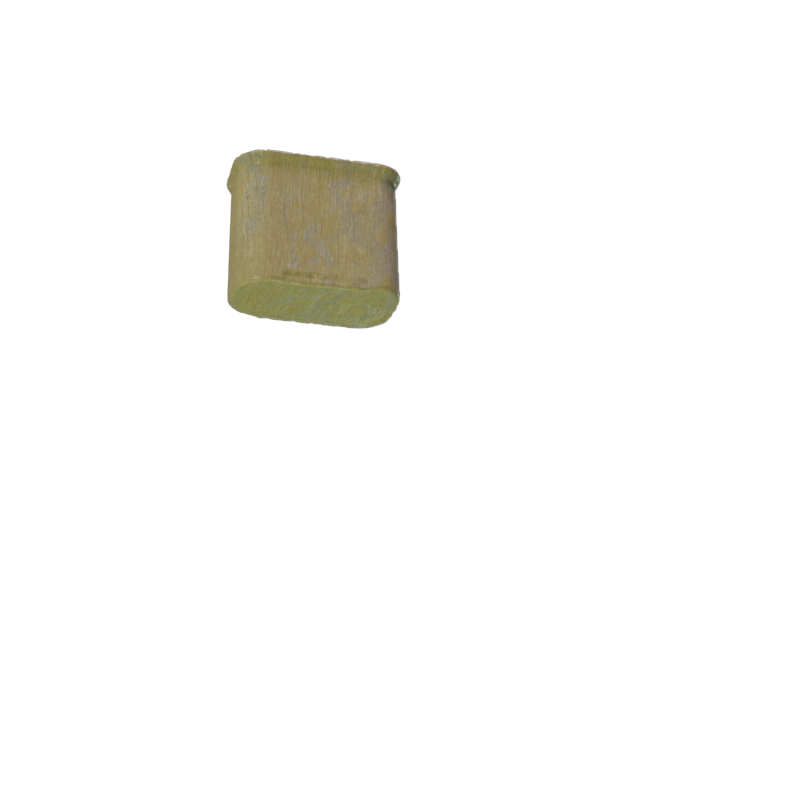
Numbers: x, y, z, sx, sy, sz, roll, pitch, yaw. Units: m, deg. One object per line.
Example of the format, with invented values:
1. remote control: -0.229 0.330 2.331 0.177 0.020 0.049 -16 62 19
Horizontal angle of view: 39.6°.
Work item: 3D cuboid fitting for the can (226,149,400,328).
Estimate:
1. can: -0.051 -0.092 0.648 0.100 0.089 0.055 5 -26 -14
